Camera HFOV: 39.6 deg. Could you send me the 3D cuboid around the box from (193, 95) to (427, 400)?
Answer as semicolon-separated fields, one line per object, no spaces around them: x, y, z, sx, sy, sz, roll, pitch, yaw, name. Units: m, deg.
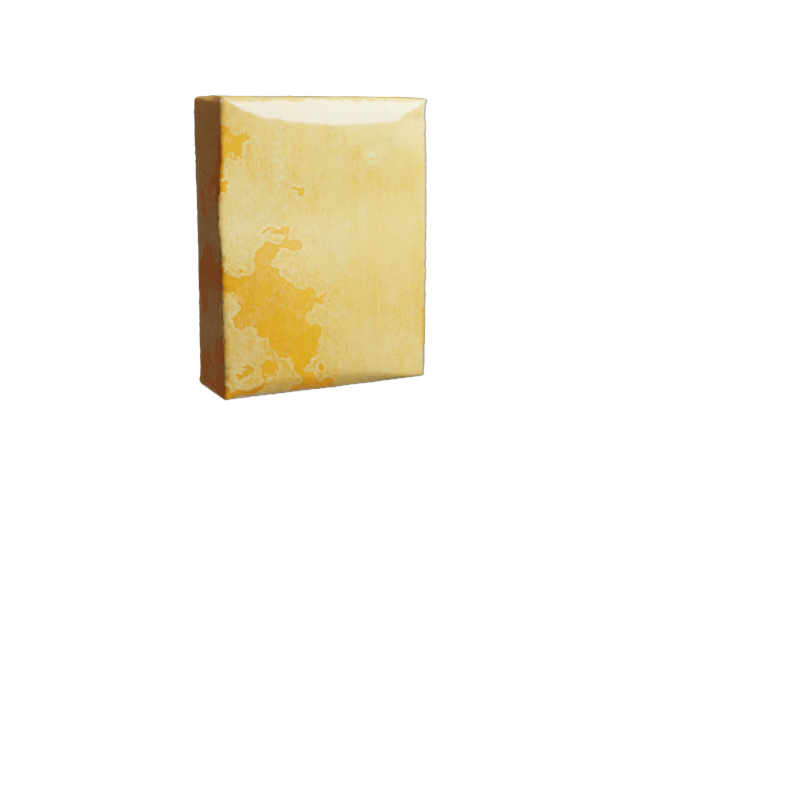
-0.064;-0.117;0.818;0.160;0.210;0.075;-4;9;-24;box
